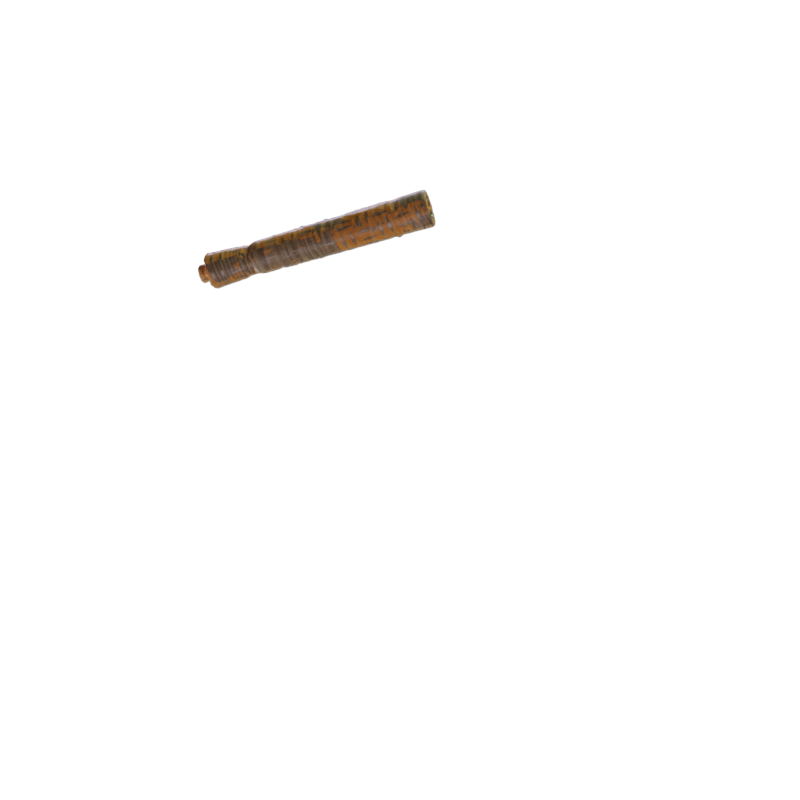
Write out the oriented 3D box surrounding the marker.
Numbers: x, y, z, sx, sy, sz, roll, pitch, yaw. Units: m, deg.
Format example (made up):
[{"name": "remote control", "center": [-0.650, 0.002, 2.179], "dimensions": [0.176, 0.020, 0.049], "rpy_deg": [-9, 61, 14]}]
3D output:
[{"name": "marker", "center": [-0.043, -0.079, 0.550], "dimensions": [0.122, 0.020, 0.020], "rpy_deg": [-15, 1, 12]}]
